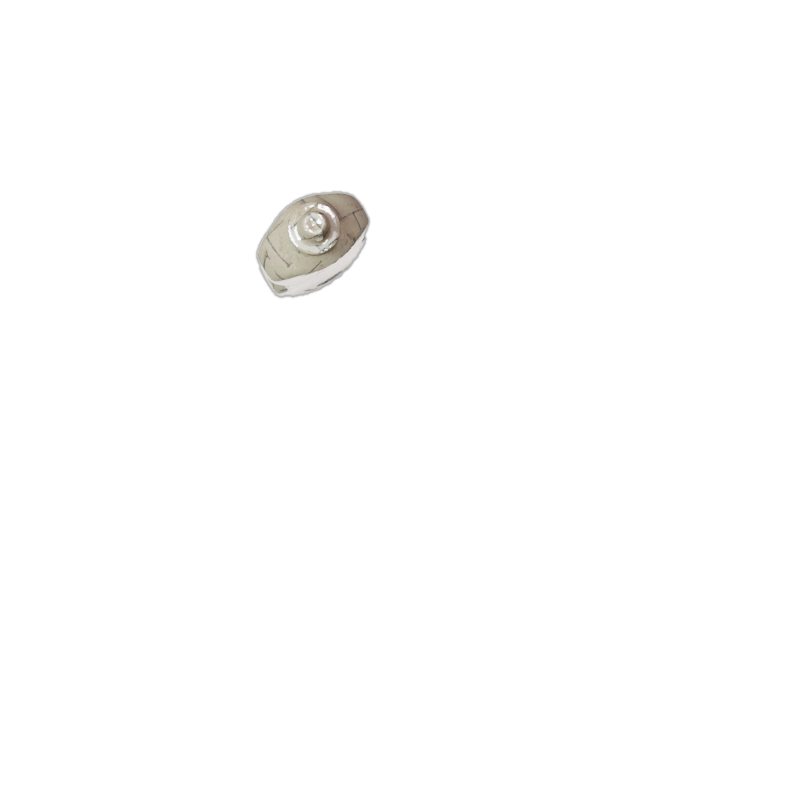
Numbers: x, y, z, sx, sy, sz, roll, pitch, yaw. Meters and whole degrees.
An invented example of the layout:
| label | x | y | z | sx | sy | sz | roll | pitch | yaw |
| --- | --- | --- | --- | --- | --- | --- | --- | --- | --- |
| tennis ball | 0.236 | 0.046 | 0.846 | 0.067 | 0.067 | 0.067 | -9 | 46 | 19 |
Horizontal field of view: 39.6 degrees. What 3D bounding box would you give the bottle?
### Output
| label | x | y | z | sx | sy | sz | roll | pitch | yaw |
| --- | --- | --- | --- | --- | --- | --- | --- | --- | --- |
| bottle | -0.072 | -0.131 | 0.918 | 0.096 | 0.059 | 0.190 | -30 | 1 | -4 |
